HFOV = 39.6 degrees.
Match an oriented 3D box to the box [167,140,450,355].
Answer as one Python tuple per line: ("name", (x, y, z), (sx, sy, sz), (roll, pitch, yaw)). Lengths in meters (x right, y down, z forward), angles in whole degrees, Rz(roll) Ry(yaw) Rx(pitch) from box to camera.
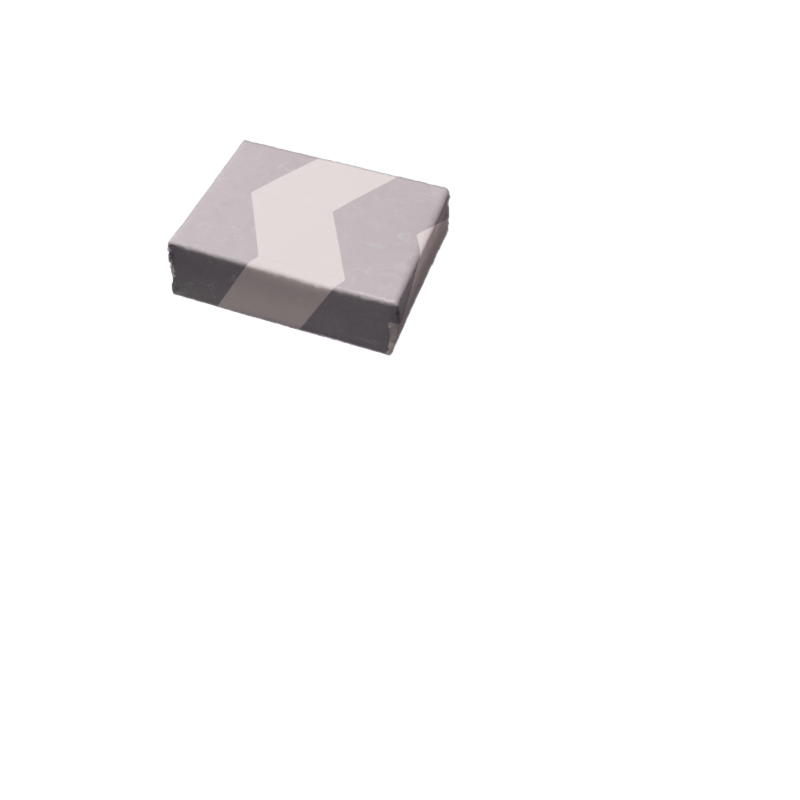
("box", (-0.042, -0.076, 0.532), (0.116, 0.036, 0.094), (13, 44, 14))
